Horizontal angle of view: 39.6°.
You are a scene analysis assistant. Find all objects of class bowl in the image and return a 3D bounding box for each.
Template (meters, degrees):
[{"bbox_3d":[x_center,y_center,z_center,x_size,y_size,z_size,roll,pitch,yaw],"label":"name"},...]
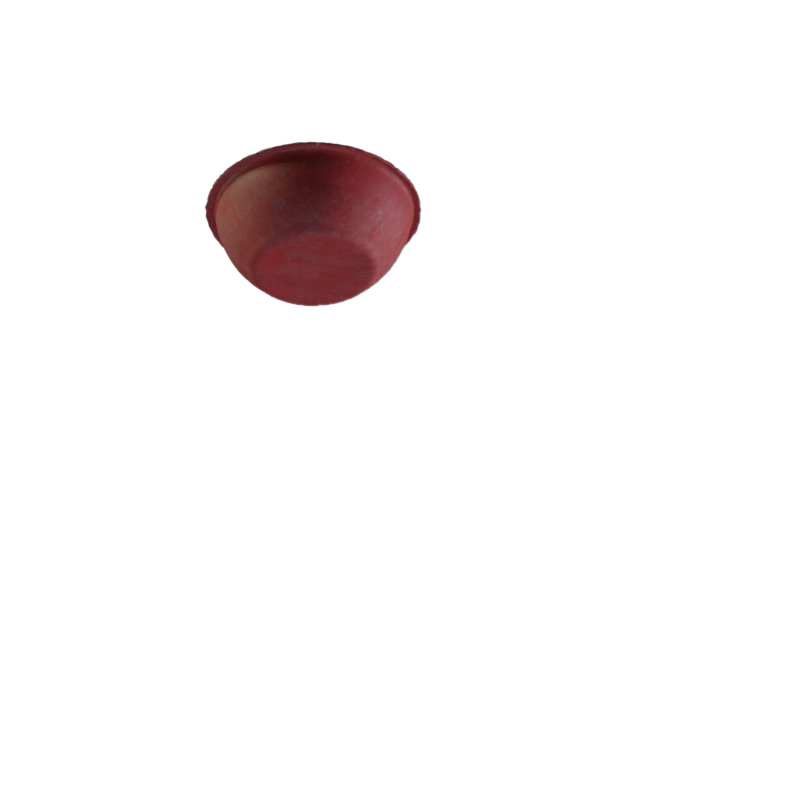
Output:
[{"bbox_3d":[-0.064,-0.117,0.817,0.162,0.059,0.152,1,-32,-2],"label":"bowl"}]
